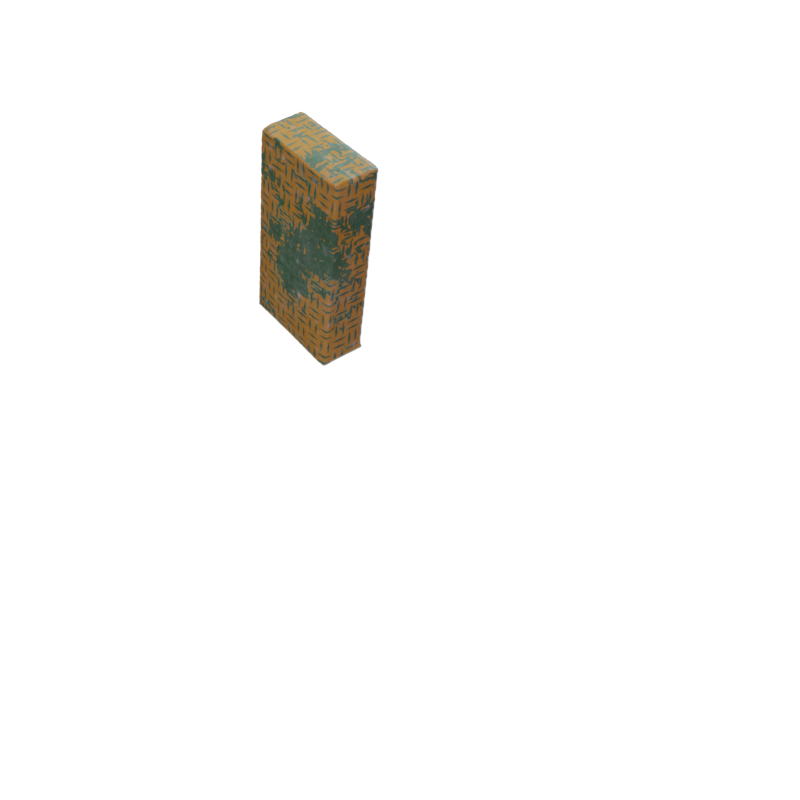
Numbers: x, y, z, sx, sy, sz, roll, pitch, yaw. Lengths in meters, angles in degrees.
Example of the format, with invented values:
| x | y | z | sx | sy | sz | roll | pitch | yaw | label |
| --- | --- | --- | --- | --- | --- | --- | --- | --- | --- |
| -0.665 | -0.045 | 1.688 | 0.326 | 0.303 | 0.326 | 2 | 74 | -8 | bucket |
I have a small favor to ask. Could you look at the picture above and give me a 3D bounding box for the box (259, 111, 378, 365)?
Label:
| x | y | z | sx | sy | sz | roll | pitch | yaw | label |
| --- | --- | --- | --- | --- | --- | --- | --- | --- | --- |
| -0.067 | -0.121 | 0.846 | 0.048 | 0.164 | 0.100 | -27 | 51 | -28 | box |
